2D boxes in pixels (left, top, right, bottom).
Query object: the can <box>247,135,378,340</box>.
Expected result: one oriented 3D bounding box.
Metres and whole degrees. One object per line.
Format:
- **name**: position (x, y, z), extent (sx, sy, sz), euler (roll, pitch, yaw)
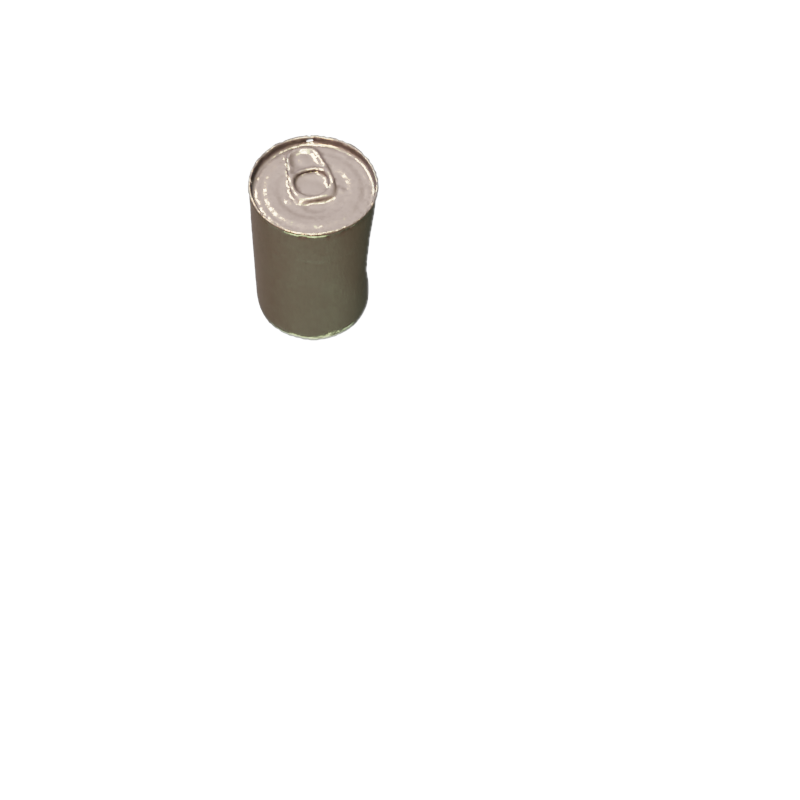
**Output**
- **can**: position (-0.048, -0.088, 0.615), extent (0.068, 0.073, 0.096), euler (0, -33, -3)
